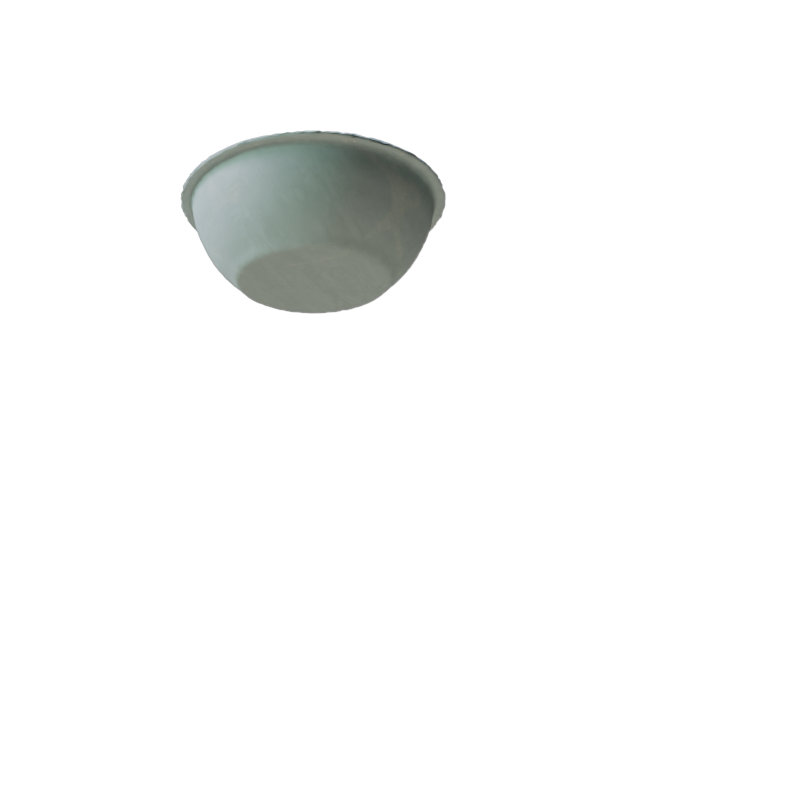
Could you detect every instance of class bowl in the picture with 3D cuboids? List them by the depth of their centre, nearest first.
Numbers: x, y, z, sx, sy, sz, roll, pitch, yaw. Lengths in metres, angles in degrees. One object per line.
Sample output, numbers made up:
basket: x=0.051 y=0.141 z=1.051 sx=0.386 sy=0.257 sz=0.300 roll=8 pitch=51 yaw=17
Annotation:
bowl: x=-0.052 y=-0.095 z=0.667 sx=0.162 sy=0.058 sz=0.154 roll=1 pitch=-22 yaw=-2
